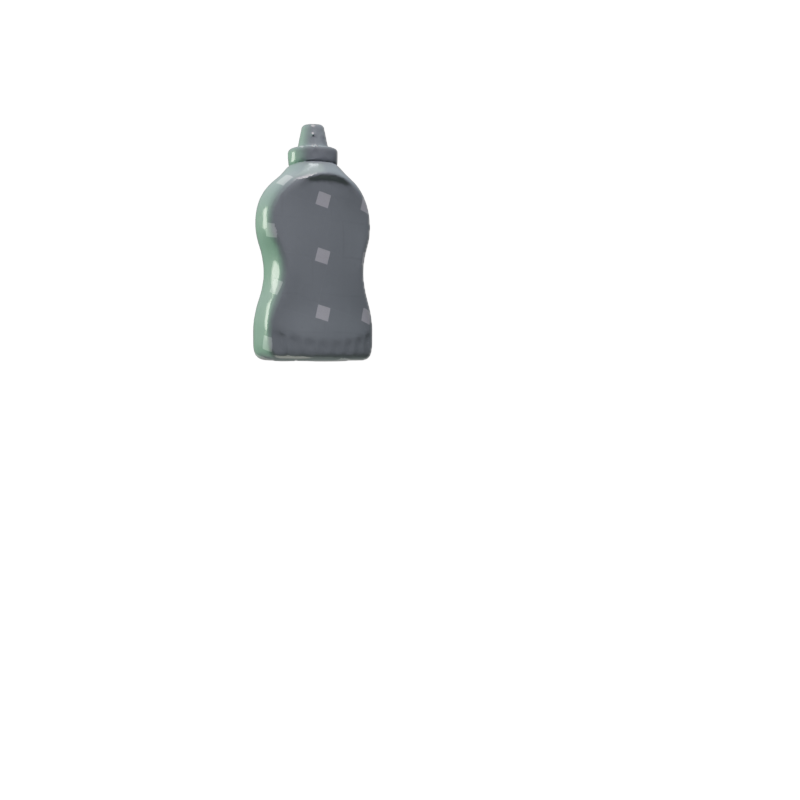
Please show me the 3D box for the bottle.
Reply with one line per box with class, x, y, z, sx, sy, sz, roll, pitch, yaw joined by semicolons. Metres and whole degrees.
bottle;-0.070;-0.128;0.896;0.093;0.195;0.059;3;-7;-28
